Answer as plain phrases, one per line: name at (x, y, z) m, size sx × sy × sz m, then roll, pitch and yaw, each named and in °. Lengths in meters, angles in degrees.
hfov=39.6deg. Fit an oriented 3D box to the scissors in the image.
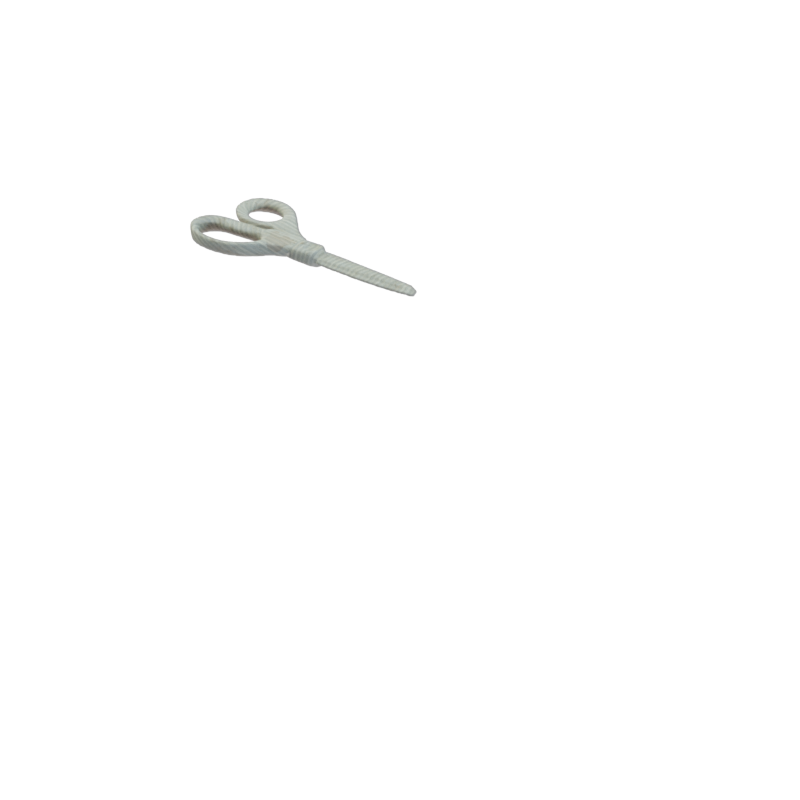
scissors at (-0.069, -0.126, 0.881) m, size 0.209 × 0.015 × 0.099 m, roll 13°, pitch 36°, yaw 19°
